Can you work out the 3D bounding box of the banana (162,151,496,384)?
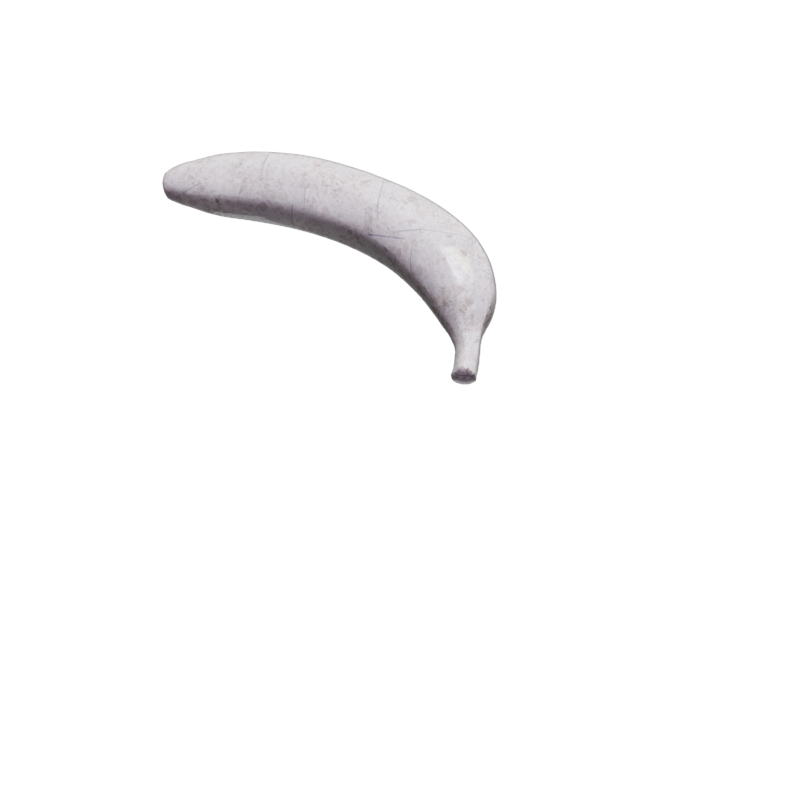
[{"bbox_3d":[-0.026,-0.083,0.530,0.210,0.034,0.070,32,52,29],"label":"banana"}]
